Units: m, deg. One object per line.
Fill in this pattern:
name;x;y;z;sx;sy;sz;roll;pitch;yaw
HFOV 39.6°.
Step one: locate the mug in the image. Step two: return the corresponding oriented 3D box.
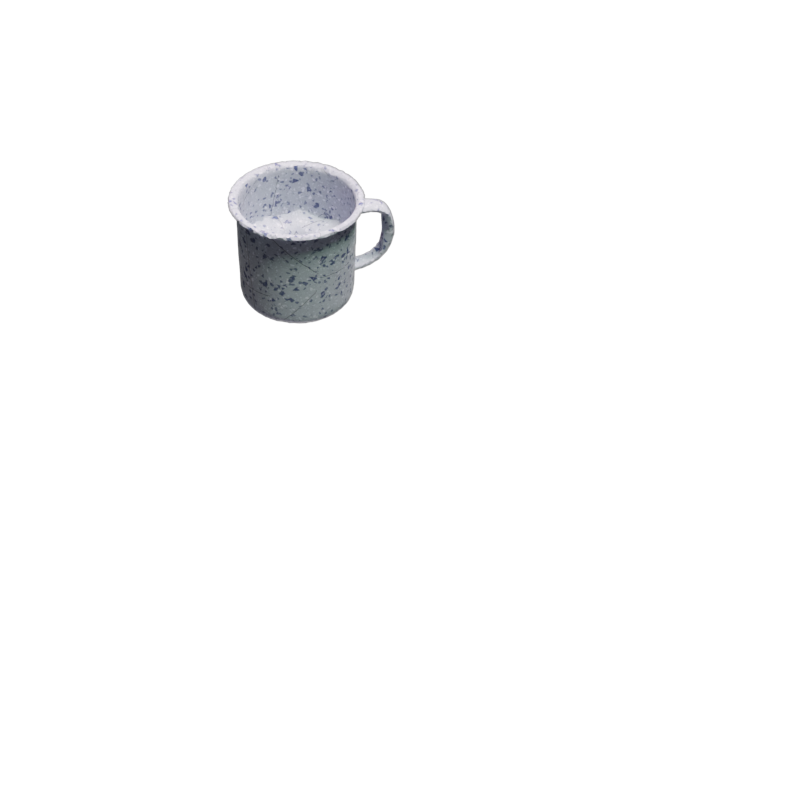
mug;-0.061;-0.111;0.775;0.116;0.076;0.101;-12;43;-15
